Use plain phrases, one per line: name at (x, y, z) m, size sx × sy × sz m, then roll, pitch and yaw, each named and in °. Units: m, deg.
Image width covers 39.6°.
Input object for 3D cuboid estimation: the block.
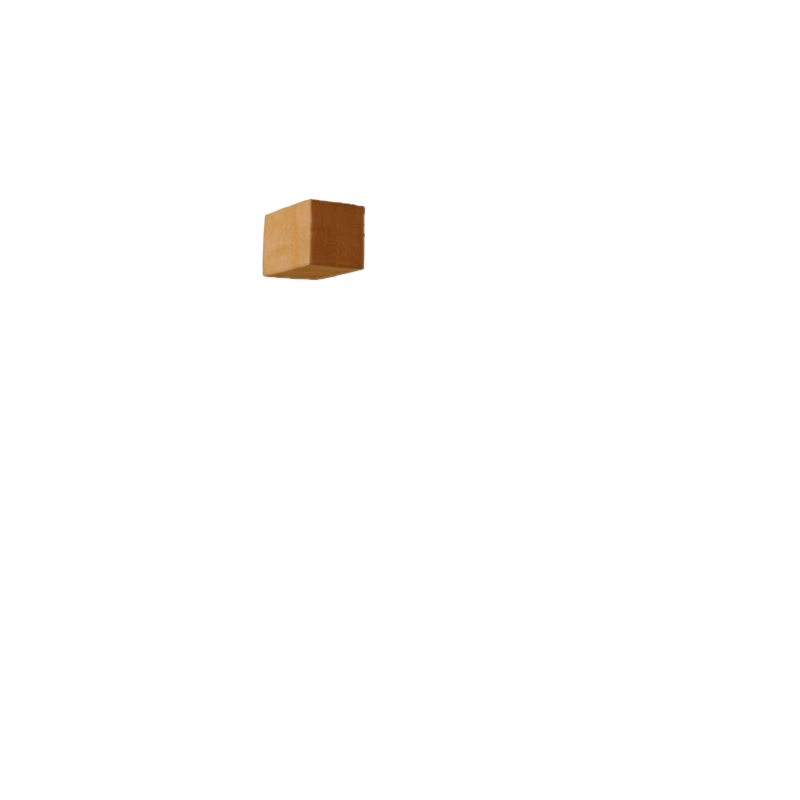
block at (-0.069, -0.126, 0.884) m, size 0.051 × 0.052 × 0.080 m, roll 3°, pitch -6°, yaw -33°
